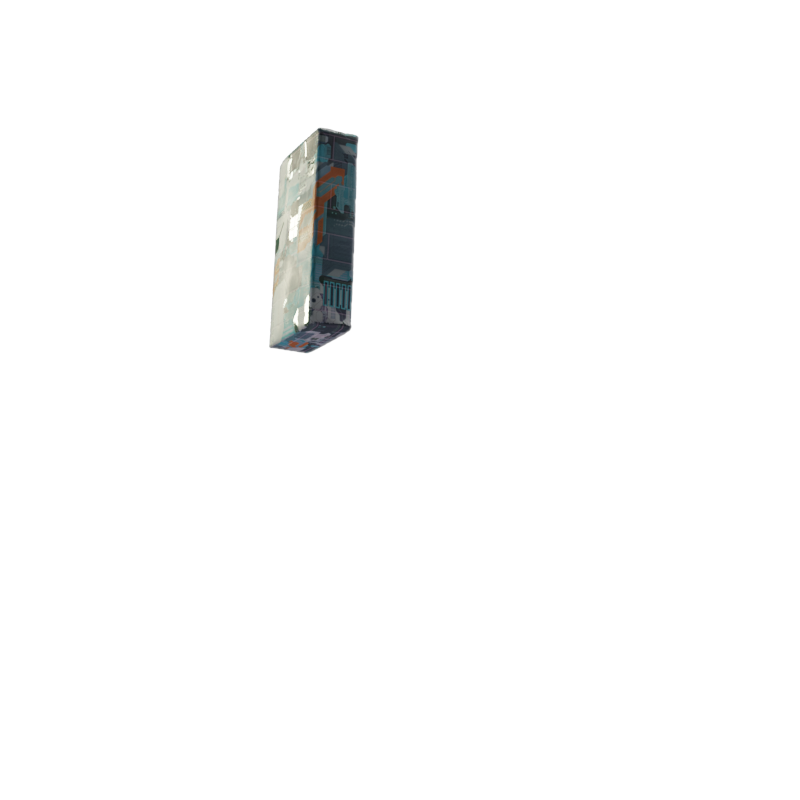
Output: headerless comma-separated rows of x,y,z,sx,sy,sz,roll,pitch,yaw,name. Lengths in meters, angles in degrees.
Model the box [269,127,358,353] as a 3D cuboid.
-0.076,-0.137,0.962,0.046,0.184,0.093,8,-19,-26,box
